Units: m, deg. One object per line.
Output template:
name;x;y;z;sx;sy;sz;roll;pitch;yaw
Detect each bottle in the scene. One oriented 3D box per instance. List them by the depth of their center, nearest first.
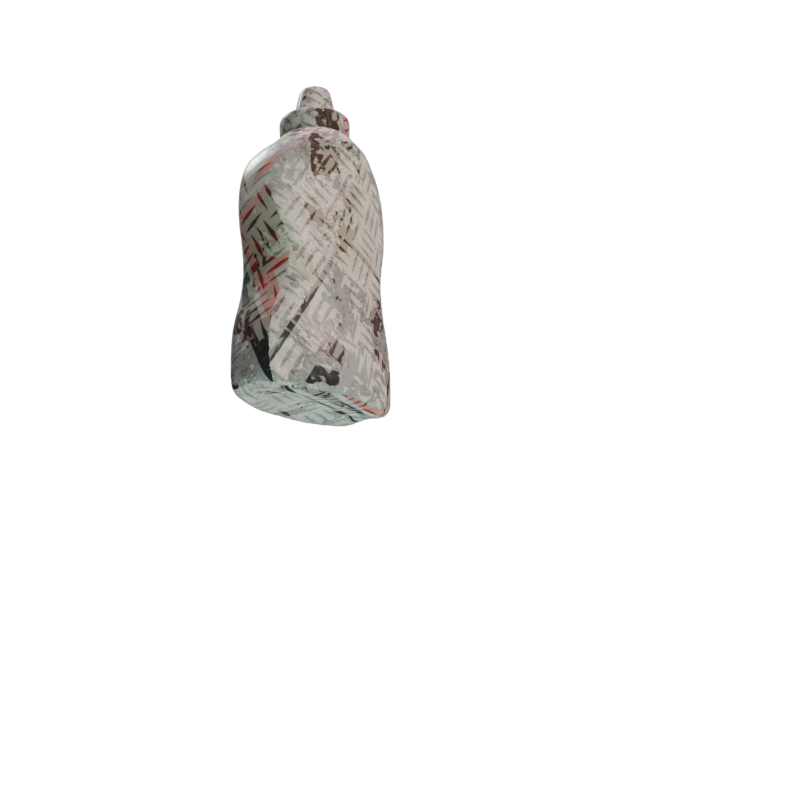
bottle;-0.048;-0.088;0.617;0.059;0.202;0.090;-21;-29;39
